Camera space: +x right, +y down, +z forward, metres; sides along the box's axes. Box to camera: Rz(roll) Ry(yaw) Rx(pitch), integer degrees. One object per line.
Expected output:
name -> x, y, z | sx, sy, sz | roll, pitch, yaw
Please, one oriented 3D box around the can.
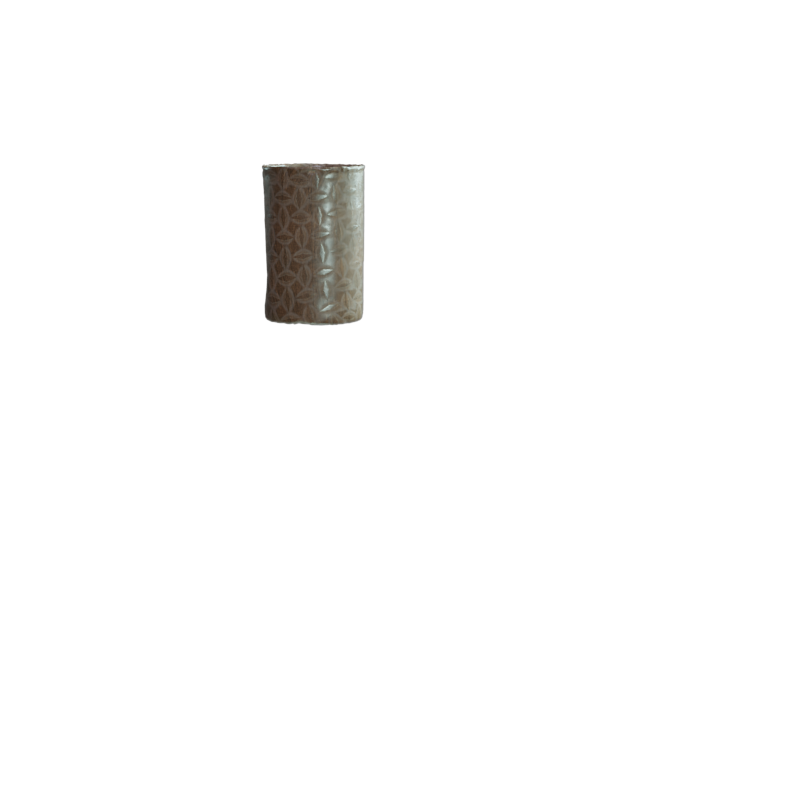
can -> -0.057, -0.105, 0.733 | 0.068, 0.101, 0.070 | 0, 8, -2
